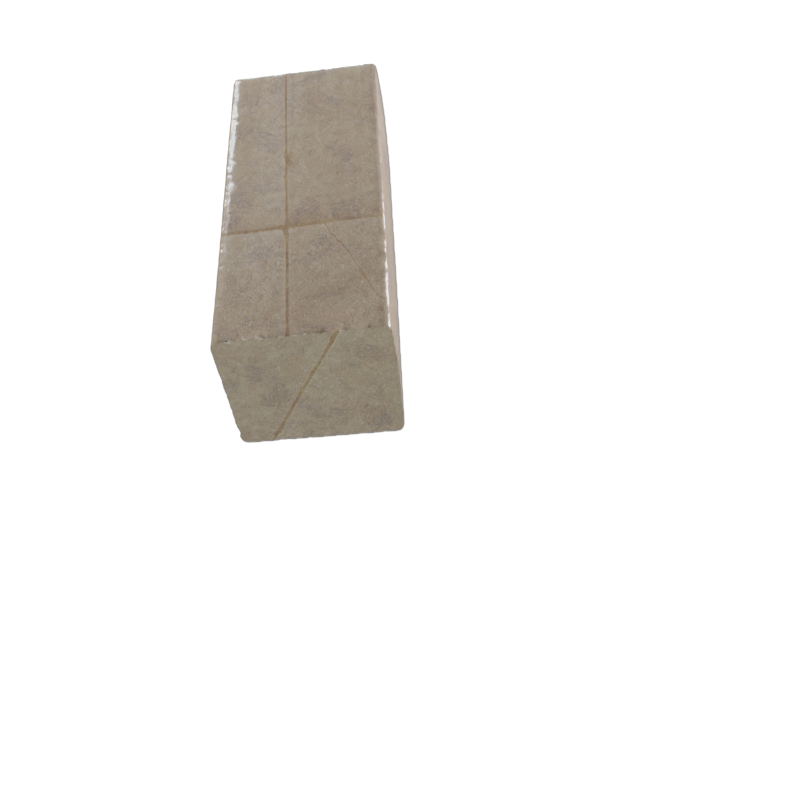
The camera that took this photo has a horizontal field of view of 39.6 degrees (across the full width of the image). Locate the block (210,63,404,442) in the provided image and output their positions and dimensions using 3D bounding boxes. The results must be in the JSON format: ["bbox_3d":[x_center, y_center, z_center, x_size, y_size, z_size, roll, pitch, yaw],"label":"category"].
[{"bbox_3d":[-0.049,-0.090,0.632,0.091,0.221,0.083,-6,-40,3],"label":"block"}]
